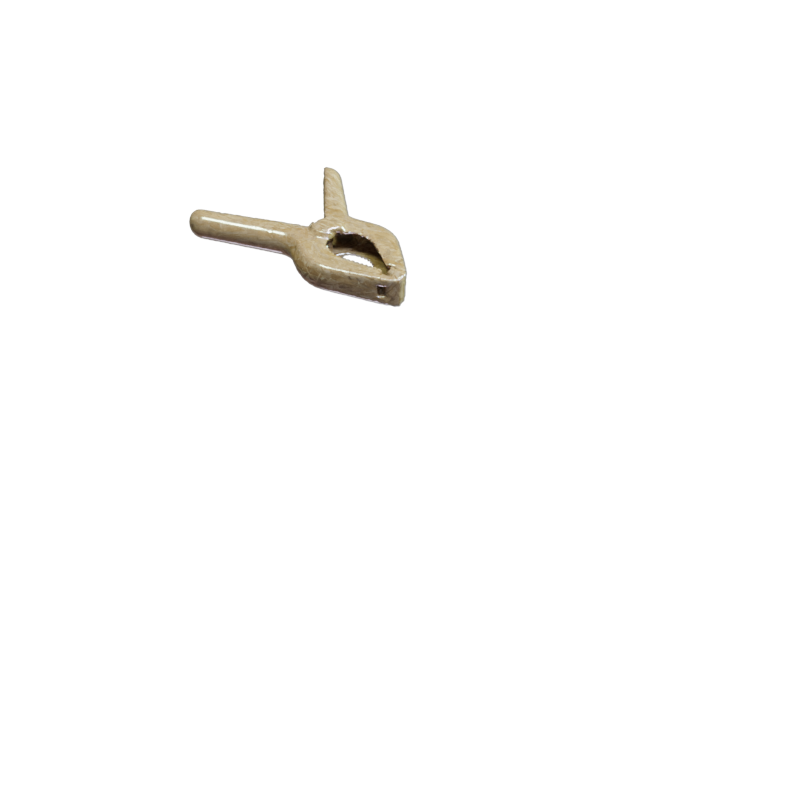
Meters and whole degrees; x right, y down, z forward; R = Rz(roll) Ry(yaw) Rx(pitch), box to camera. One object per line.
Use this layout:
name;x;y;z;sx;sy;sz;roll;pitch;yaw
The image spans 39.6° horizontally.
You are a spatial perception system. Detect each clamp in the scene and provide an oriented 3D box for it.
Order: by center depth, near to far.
clamp;-0.076;-0.139;0.970;0.163;0.034;0.227;-20;41;-25
